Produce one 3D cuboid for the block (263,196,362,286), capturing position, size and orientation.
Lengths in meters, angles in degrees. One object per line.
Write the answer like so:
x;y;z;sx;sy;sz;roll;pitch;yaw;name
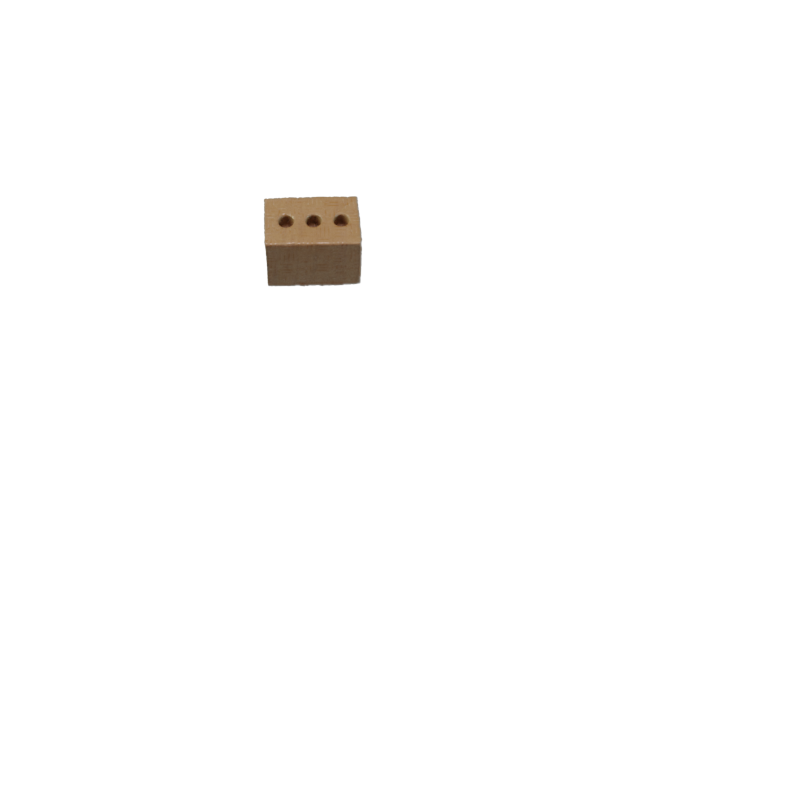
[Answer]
-0.070;-0.127;0.891;0.078;0.057;0.048;-2;-39;-3;block
